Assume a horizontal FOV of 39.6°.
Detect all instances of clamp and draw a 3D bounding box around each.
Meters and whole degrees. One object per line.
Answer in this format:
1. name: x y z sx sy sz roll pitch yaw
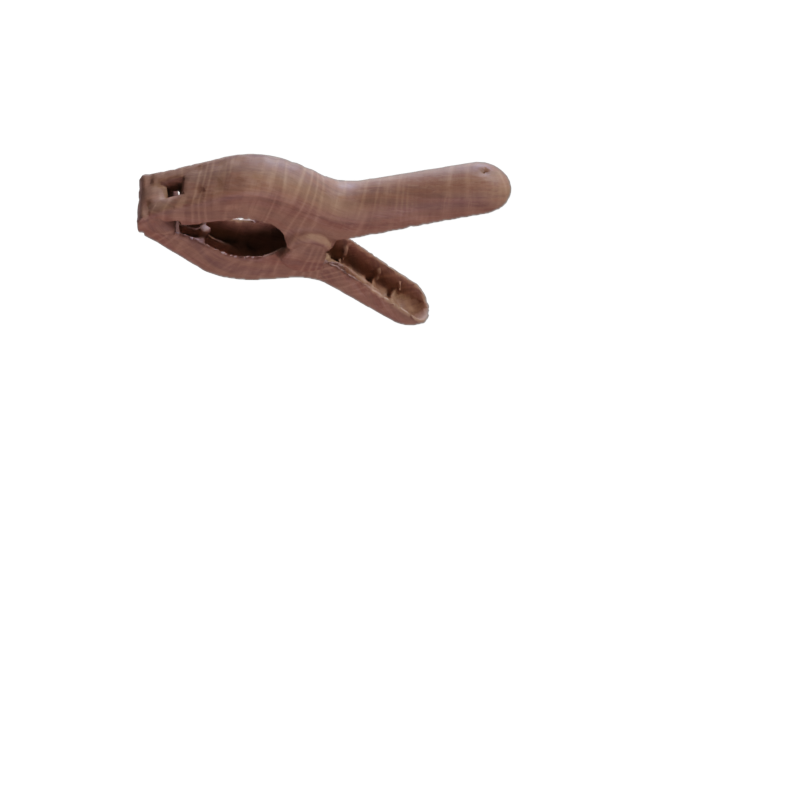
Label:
1. clamp: -0.043 -0.078 0.544 0.170 0.042 0.113 5 -39 -7
